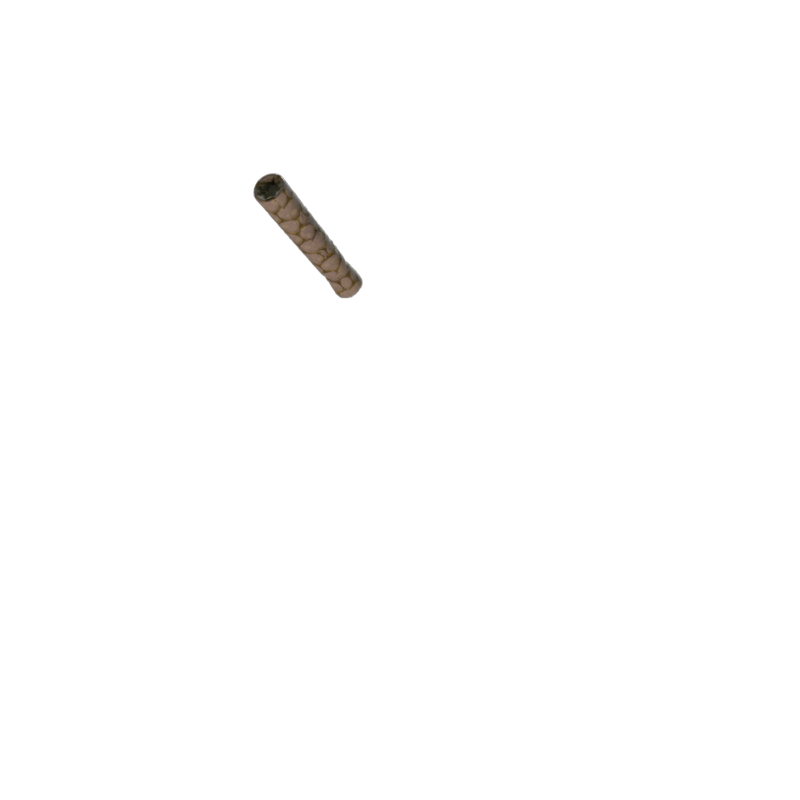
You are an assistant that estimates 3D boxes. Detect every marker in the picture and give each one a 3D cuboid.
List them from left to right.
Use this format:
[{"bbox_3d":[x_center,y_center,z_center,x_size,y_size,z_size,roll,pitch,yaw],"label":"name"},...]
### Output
[{"bbox_3d":[-0.050,-0.091,0.637,0.020,0.021,0.112,2,-23,24],"label":"marker"}]
